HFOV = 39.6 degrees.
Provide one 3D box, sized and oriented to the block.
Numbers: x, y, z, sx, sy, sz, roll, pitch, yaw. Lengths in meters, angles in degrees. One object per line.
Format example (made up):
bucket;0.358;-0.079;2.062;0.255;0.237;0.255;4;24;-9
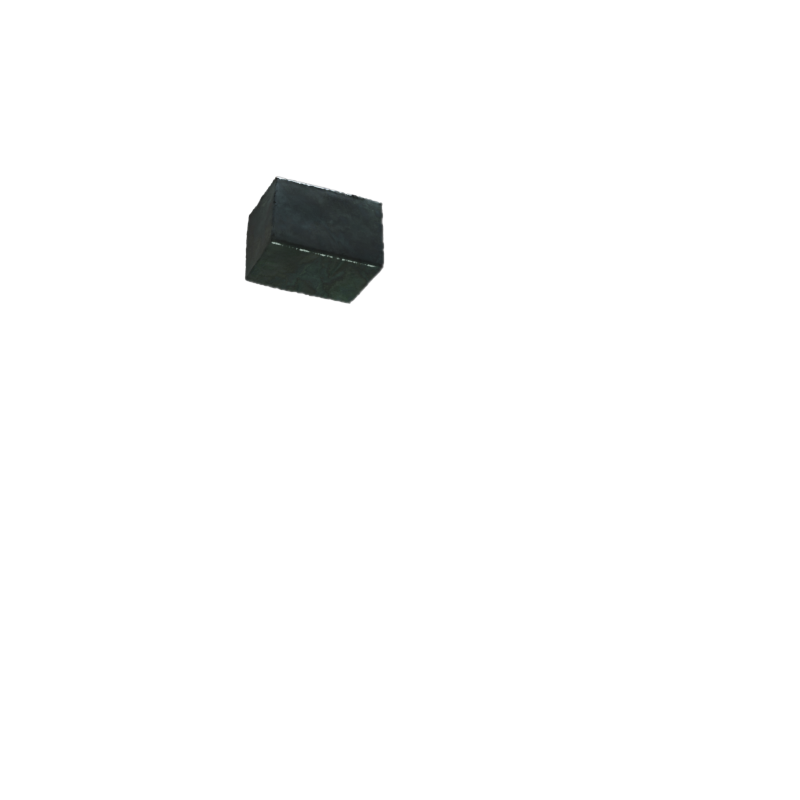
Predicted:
block;-0.056;-0.102;0.717;0.075;0.055;0.051;12;-32;-22
